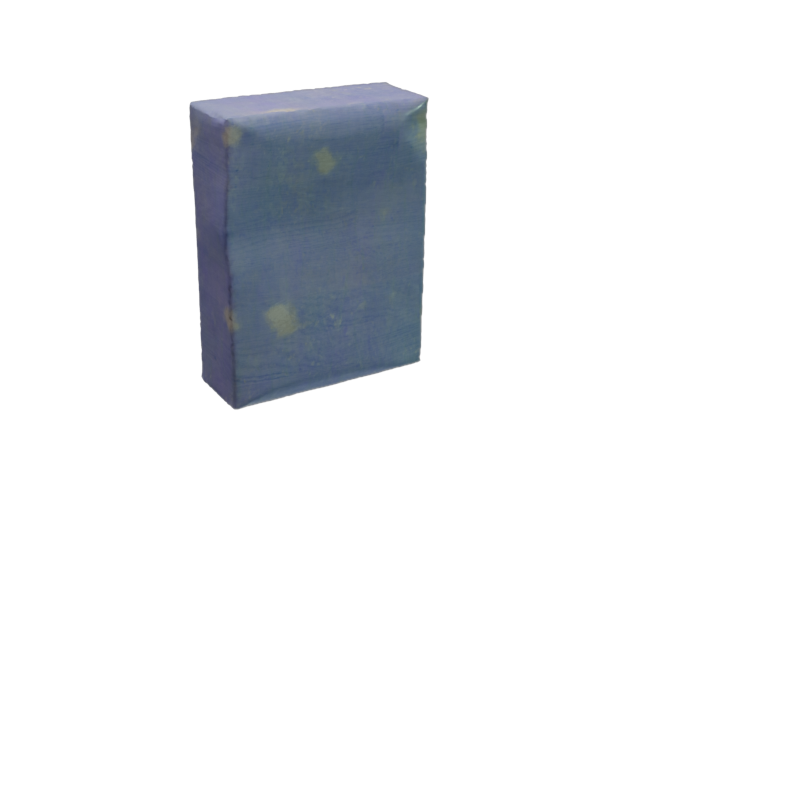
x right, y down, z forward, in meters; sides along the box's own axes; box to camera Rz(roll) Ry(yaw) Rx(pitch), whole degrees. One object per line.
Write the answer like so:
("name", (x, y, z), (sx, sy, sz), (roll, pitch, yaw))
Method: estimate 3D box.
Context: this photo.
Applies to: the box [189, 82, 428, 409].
("box", (-0.064, -0.116, 0.813), (0.161, 0.204, 0.077), (-12, 24, -28))
